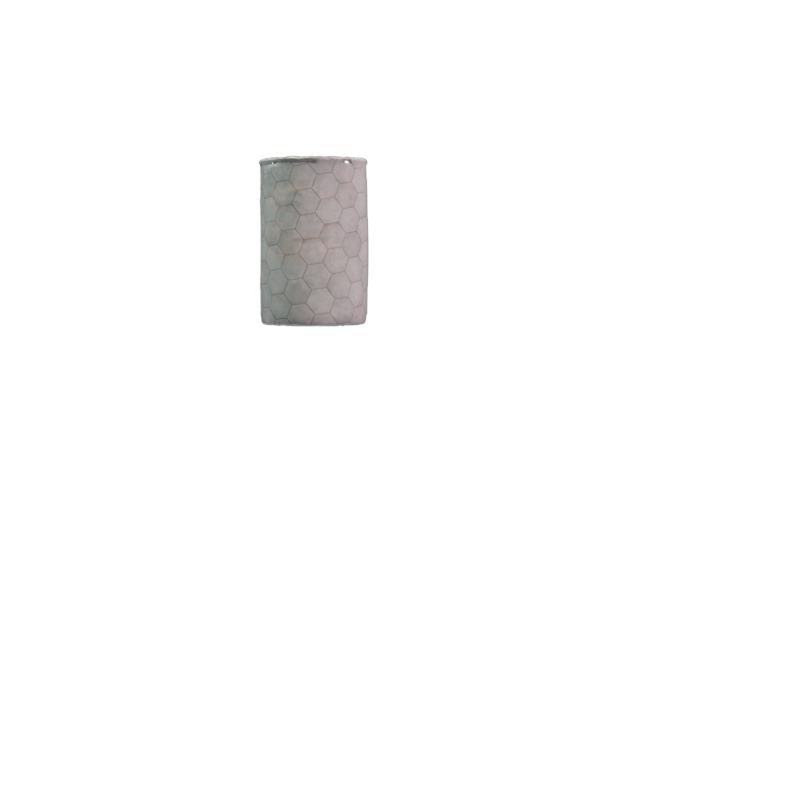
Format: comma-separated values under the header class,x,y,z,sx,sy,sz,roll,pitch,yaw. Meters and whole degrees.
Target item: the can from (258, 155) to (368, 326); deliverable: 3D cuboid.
class,x,y,z,sx,sy,sz,roll,pitch,yaw
can,-0.054,-0.099,0.692,0.068,0.102,0.069,0,2,-2
